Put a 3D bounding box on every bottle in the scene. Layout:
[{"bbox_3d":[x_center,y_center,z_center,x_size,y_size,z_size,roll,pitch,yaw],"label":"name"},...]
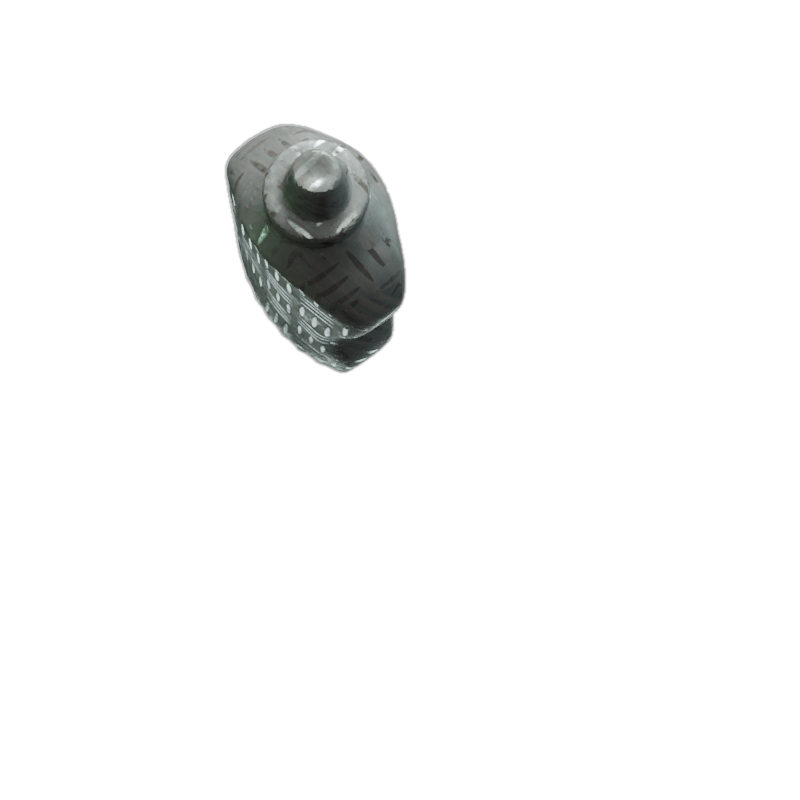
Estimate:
[{"bbox_3d":[-0.038,-0.070,0.490,0.058,0.098,0.187,-34,-5,-8],"label":"bottle"}]
